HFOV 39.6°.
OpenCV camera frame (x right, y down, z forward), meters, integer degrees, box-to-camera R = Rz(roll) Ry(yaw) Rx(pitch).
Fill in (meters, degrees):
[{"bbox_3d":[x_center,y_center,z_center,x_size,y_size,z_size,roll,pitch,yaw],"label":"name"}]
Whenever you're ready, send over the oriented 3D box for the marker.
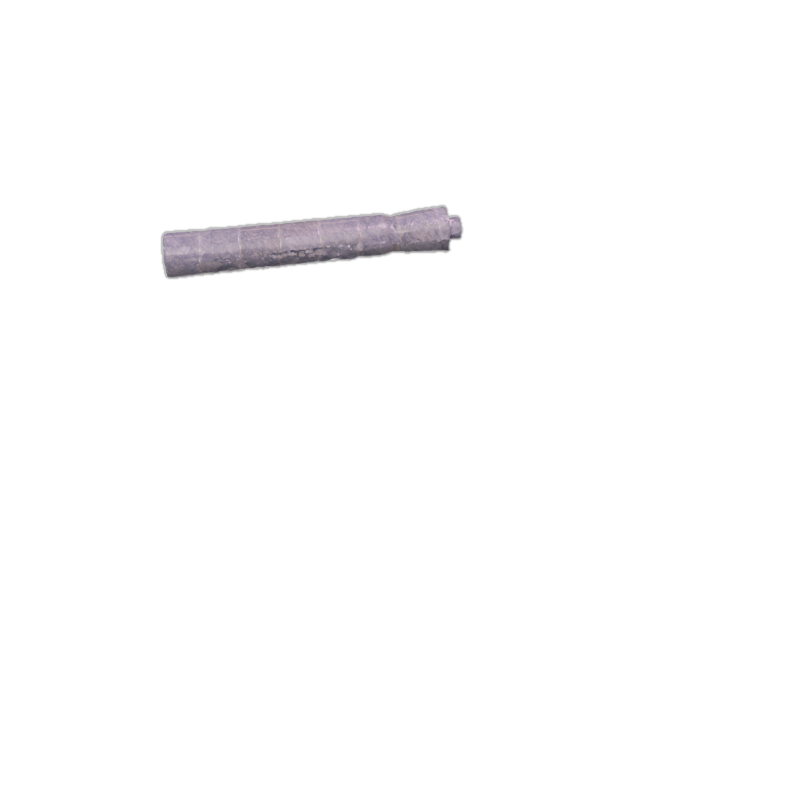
[{"bbox_3d":[-0.035,-0.064,0.451,0.121,0.020,0.020,-6,4,-2],"label":"marker"}]
